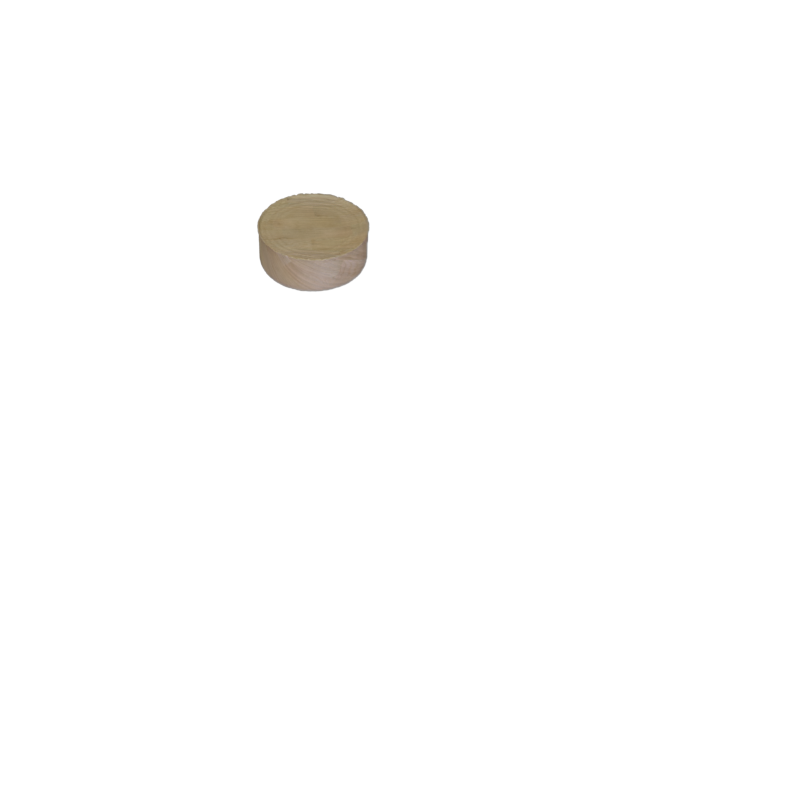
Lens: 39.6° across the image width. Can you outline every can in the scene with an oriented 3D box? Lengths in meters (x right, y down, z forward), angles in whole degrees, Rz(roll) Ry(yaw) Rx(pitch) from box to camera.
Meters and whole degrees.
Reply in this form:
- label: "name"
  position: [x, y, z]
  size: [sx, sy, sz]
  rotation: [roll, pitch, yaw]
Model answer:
- label: "can"
  position: [-0.067, -0.122, 0.856]
  size: [0.086, 0.031, 0.092]
  rotation: [-1, 42, -2]
